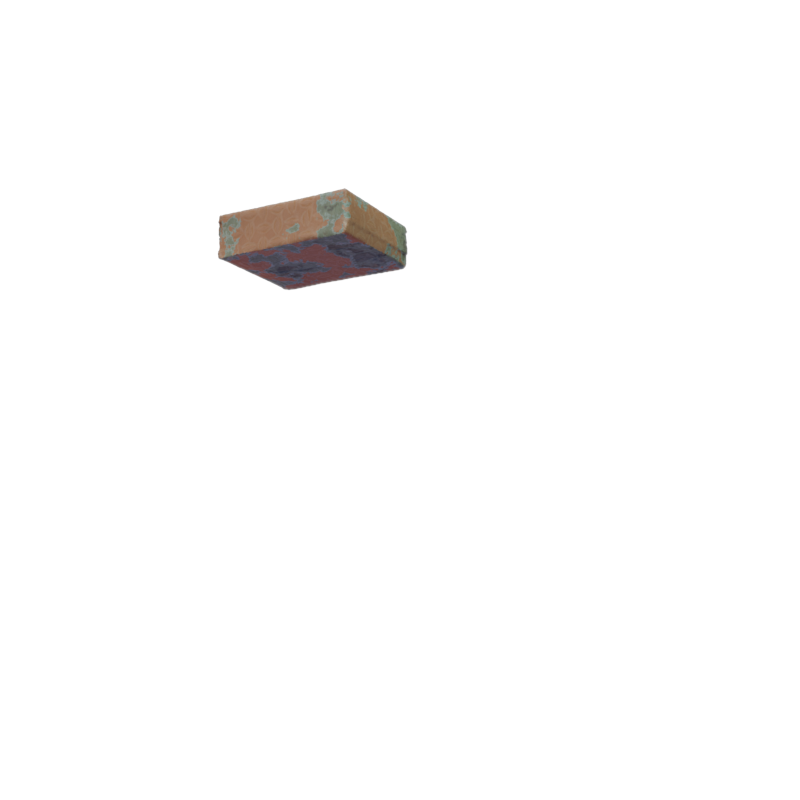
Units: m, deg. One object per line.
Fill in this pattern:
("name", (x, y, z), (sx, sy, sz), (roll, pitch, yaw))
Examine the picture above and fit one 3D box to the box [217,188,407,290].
("box", (-0.064, -0.117, 0.819), (0.116, 0.041, 0.084), (-9, -17, 29))
